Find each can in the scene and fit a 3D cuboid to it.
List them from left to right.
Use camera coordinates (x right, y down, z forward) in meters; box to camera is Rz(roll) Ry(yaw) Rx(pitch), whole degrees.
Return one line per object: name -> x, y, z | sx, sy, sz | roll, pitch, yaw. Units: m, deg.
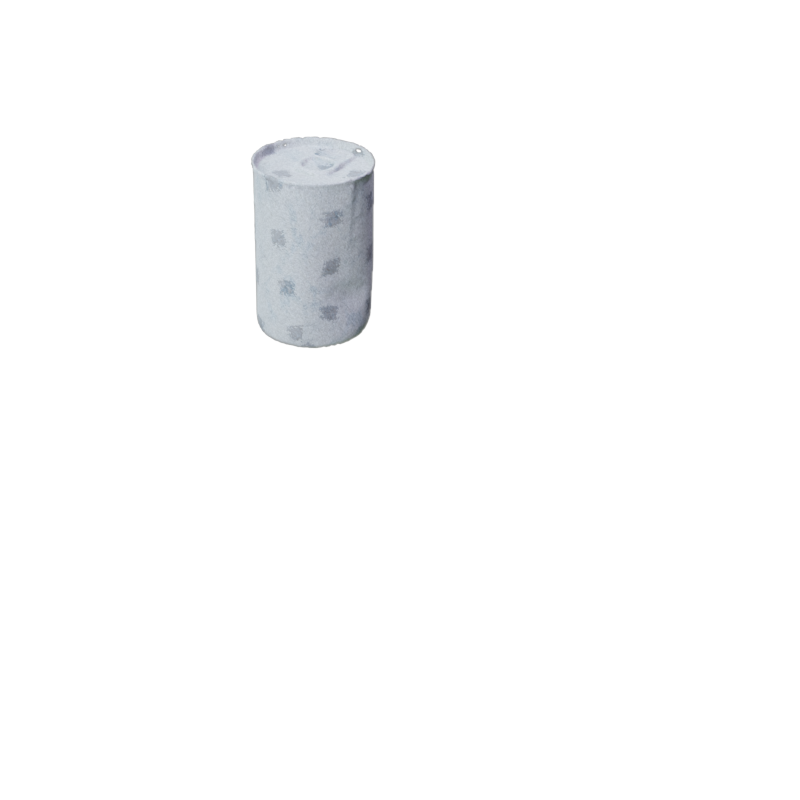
can -> -0.049, -0.090, 0.628 | 0.068, 0.096, 0.073 | 0, 30, -2
